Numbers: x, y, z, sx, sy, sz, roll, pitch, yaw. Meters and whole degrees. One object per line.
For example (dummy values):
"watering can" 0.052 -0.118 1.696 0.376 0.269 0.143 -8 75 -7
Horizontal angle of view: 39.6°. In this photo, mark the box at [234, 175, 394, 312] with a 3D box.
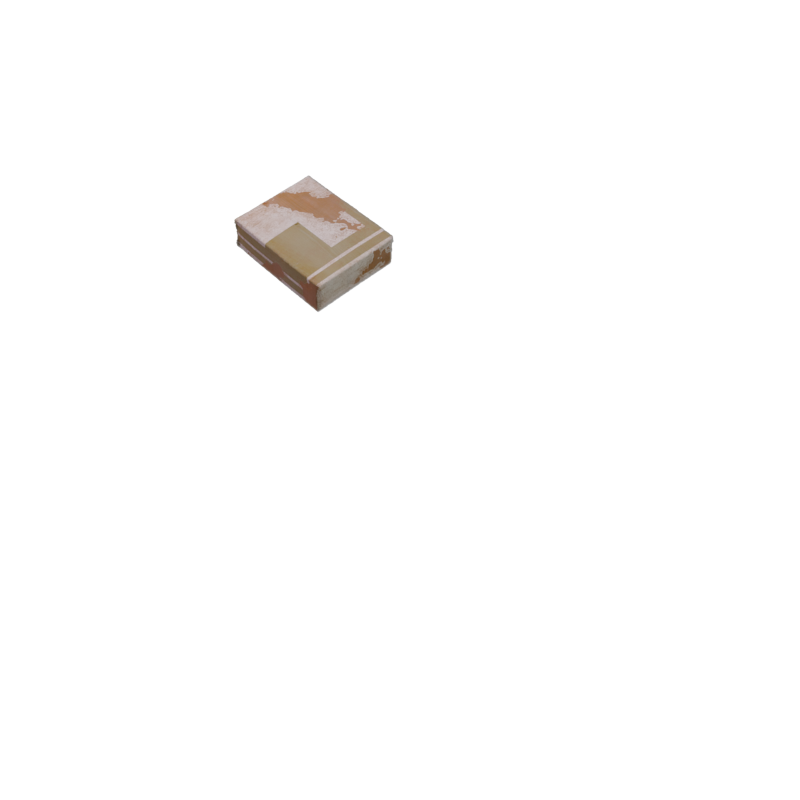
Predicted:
"box" -0.076 -0.139 0.975 0.090 0.036 0.121 -35 56 -29
